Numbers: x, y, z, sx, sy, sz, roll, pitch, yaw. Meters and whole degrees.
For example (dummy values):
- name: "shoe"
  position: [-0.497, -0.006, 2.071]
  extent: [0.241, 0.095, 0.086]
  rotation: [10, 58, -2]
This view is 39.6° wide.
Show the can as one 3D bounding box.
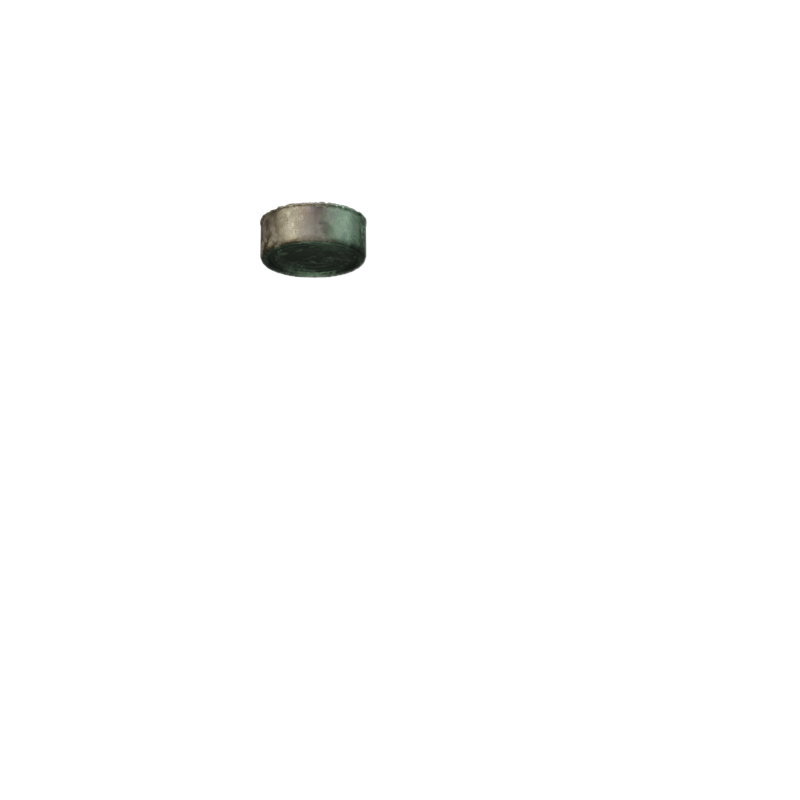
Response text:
- name: "can"
  position: [-0.069, -0.126, 0.884]
  extent: [0.086, 0.035, 0.083]
  rotation: [0, -15, -2]
